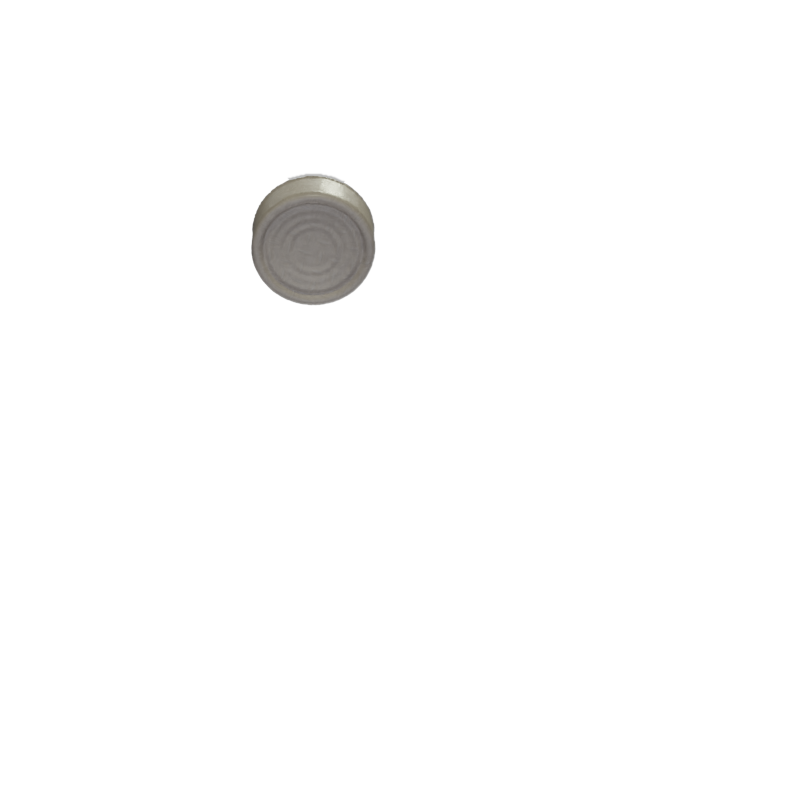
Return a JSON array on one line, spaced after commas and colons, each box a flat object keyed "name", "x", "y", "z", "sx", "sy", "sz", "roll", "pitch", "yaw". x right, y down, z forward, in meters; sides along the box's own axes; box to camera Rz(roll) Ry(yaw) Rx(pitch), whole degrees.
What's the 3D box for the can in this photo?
[{"name": "can", "x": -0.060, "y": -0.109, "z": 0.764, "sx": 0.086, "sy": 0.081, "sz": 0.035, "roll": 1, "pitch": 27, "yaw": -1}]
